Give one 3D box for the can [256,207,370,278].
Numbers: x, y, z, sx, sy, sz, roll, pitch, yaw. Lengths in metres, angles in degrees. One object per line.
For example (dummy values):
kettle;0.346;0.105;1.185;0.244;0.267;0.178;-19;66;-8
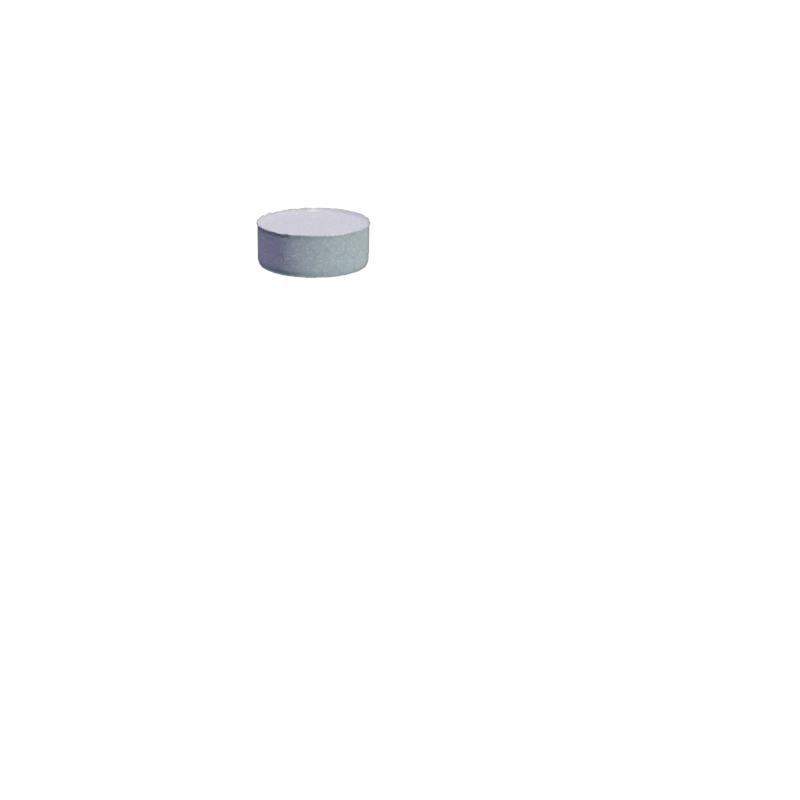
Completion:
can;-0.066;-0.120;0.838;0.086;0.032;0.090;-1;22;-2
